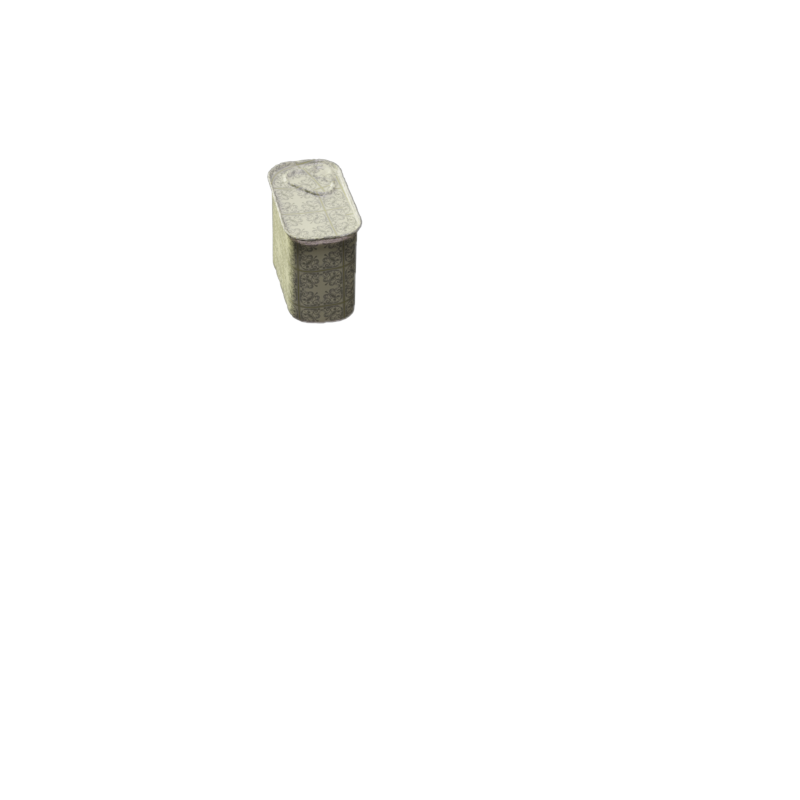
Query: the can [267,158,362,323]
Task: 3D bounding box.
[{"bbox_3d":[-0.066,-0.120,0.838,0.057,0.078,0.110,-8,42,-12],"label":"can"}]
